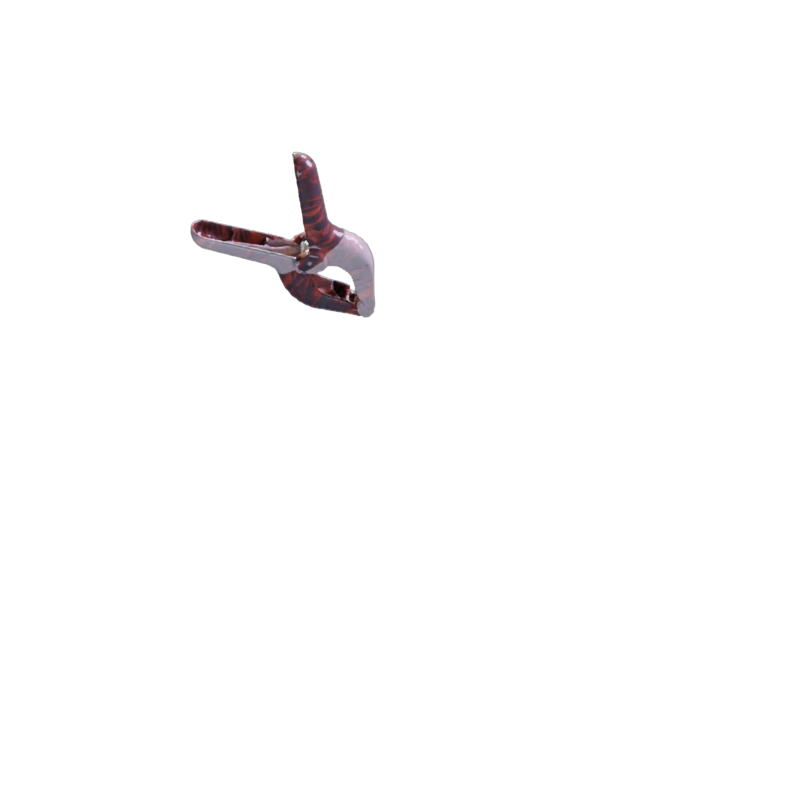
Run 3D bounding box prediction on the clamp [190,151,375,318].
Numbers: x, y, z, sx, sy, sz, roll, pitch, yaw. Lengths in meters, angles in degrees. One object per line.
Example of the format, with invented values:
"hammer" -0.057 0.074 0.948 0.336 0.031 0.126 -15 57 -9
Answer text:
"clamp" -0.070 -0.129 0.900 0.161 0.042 0.119 30 -48 -32
